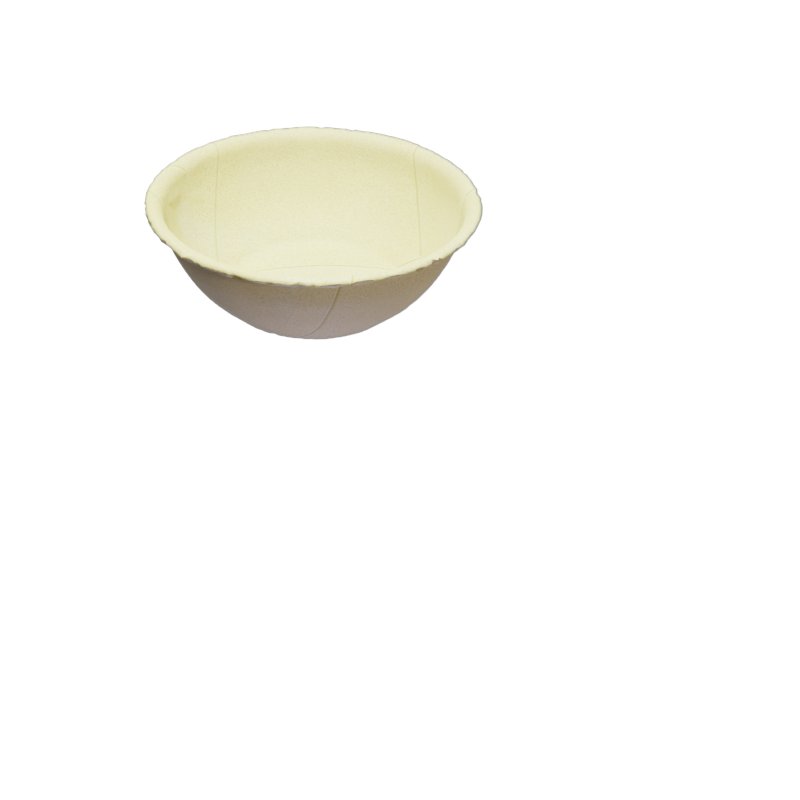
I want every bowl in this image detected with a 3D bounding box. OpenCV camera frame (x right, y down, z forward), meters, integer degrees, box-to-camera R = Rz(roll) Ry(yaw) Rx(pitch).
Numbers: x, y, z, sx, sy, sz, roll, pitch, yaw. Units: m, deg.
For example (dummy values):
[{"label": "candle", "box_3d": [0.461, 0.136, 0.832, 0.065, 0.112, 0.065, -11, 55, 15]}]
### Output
[{"label": "bowl", "box_3d": [-0.043, -0.078, 0.546, 0.162, 0.052, 0.173, -1, 35, -2]}]
